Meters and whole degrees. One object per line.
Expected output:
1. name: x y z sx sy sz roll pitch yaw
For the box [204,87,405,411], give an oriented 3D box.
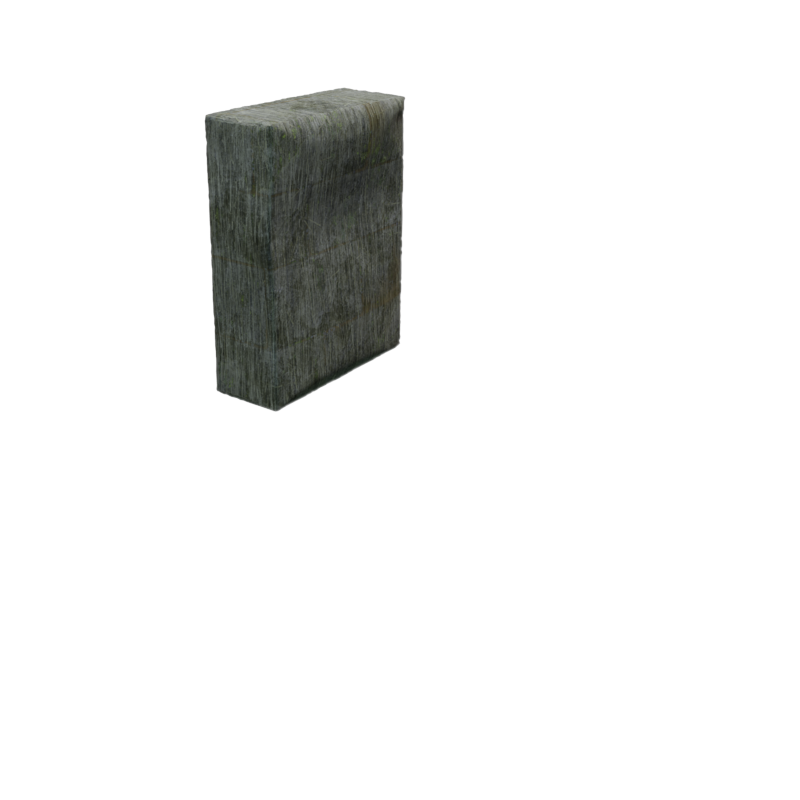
1. box: -0.067 -0.121 0.850 0.076 0.205 0.163 14 24 33
